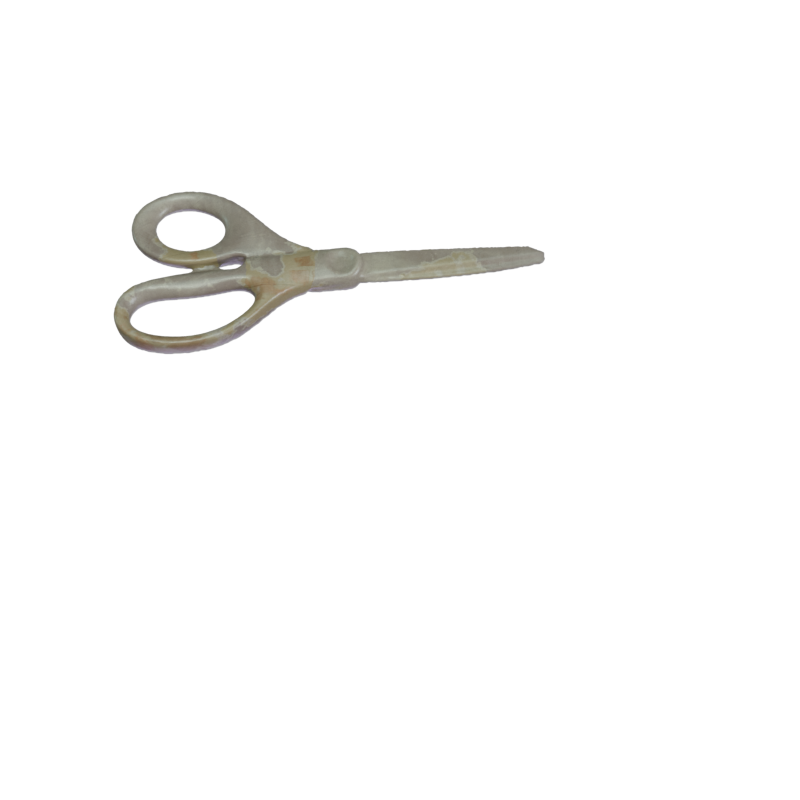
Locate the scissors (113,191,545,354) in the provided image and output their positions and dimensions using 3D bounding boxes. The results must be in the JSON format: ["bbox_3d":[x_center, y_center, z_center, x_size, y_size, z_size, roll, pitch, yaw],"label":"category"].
[{"bbox_3d":[-0.042,-0.076,0.534,0.200,0.103,0.015,-18,-32,-11],"label":"scissors"}]
